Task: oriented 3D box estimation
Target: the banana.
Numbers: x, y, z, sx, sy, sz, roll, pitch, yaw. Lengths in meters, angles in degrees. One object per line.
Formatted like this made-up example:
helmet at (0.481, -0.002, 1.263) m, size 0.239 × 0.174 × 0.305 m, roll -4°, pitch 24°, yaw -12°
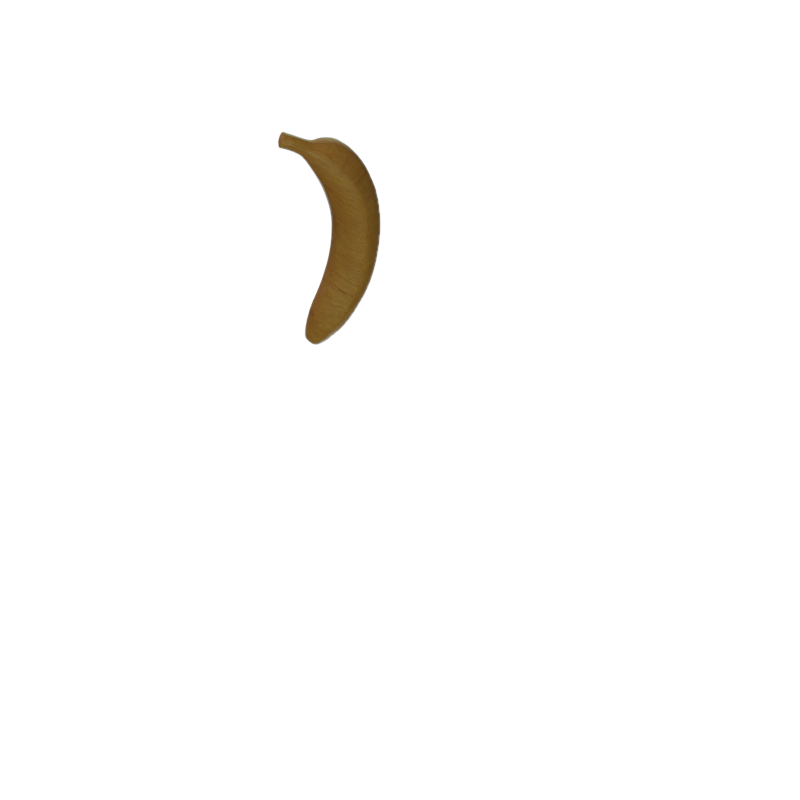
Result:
banana at (-0.049, -0.127, 0.858) m, size 0.070 × 0.184 × 0.039 m, roll -4°, pitch 36°, yaw 2°
